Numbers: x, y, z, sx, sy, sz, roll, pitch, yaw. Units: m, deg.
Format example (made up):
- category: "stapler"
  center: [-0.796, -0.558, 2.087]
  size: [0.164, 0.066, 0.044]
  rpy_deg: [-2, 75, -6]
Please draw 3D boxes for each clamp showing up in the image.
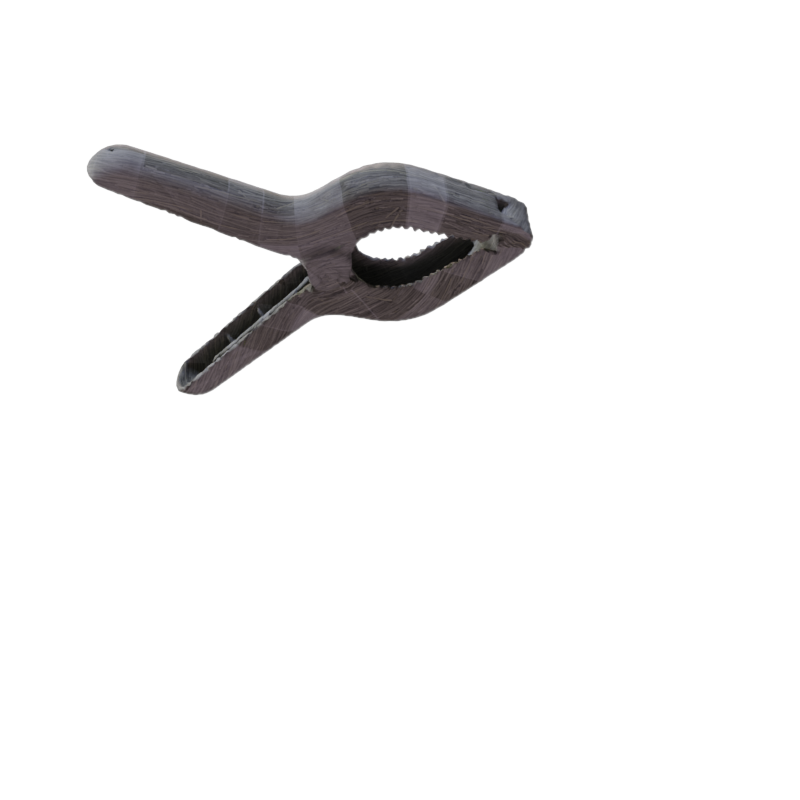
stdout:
- category: "clamp"
  center: [-0.043, -0.079, 0.553]
  size: [0.212, 0.039, 0.152]
  rpy_deg: [-12, -46, 12]
